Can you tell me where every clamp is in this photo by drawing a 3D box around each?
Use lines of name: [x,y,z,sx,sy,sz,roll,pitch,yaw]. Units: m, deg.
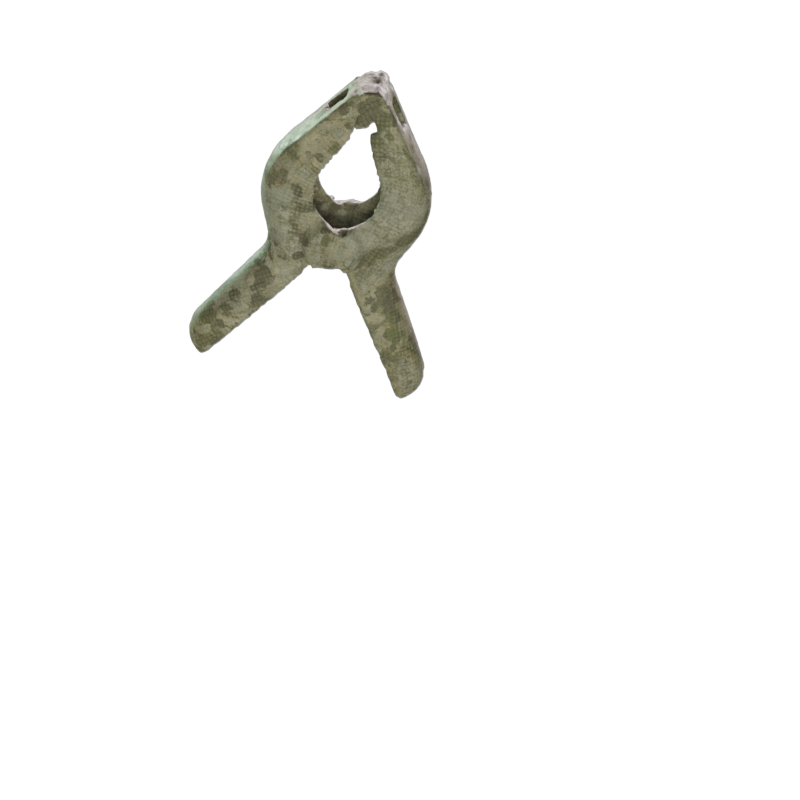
clamp: [-0.041,-0.076,0.530,0.120,0.161,0.042,4,32,-3]
